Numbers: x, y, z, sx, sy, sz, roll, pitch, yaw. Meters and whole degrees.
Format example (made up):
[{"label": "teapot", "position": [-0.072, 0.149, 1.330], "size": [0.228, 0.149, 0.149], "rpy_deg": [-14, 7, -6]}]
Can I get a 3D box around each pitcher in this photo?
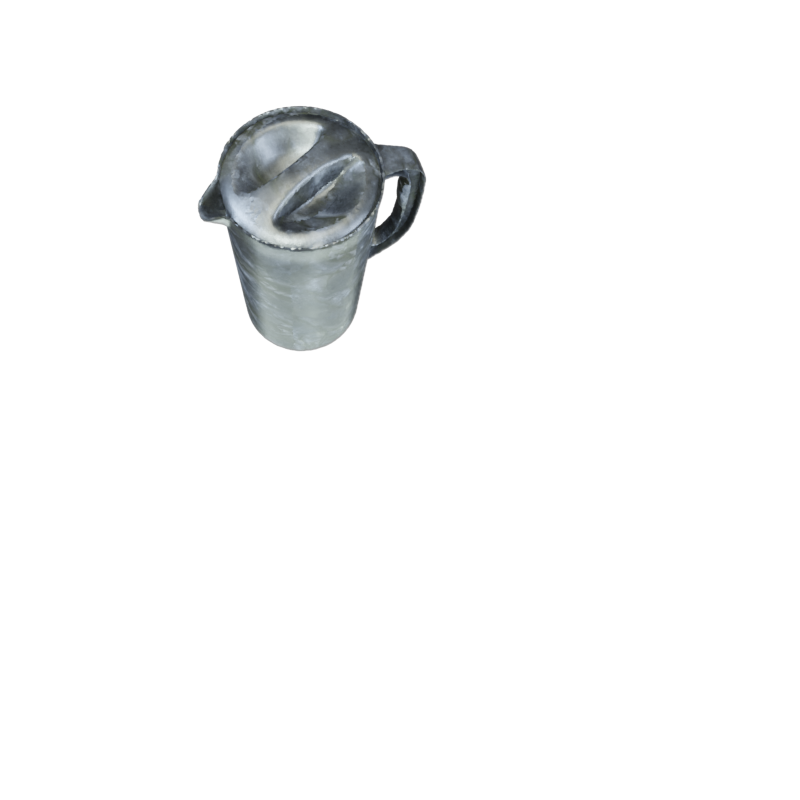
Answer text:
[{"label": "pitcher", "position": [-0.076, -0.139, 0.971], "size": [0.153, 0.150, 0.230], "rpy_deg": [25, -22, 8]}]
